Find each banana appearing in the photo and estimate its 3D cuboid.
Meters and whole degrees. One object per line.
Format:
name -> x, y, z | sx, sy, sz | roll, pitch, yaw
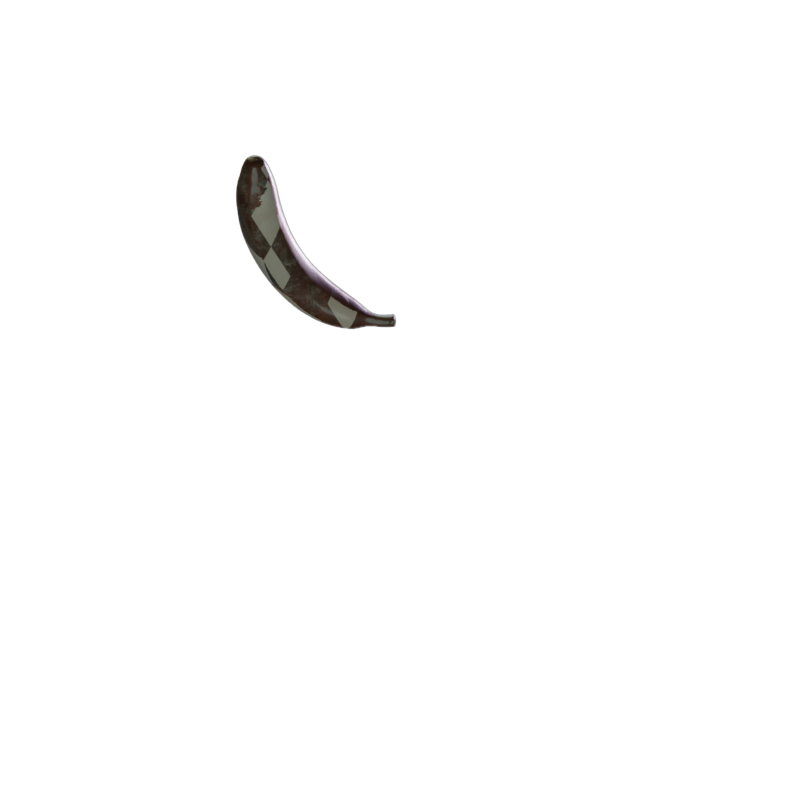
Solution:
banana -> -0.084, -0.118, 0.905 | 0.069, 0.185, 0.039 | -30, 33, 21
